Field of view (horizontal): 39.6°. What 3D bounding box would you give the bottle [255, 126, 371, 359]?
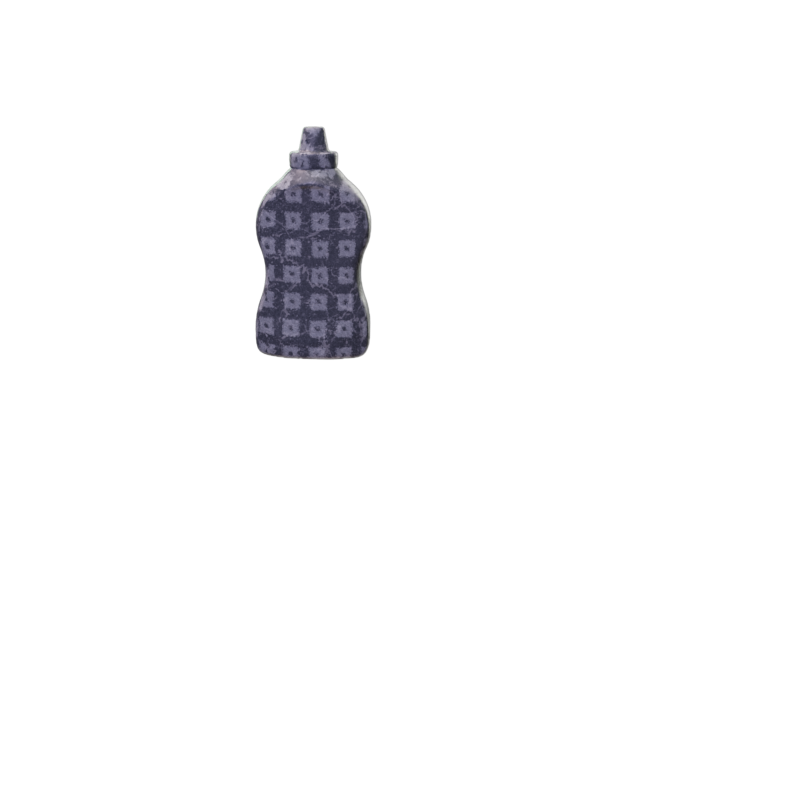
[{"bbox_3d":[-0.073,-0.133,0.930,0.097,0.187,0.059,2,10,7],"label":"bottle"}]
